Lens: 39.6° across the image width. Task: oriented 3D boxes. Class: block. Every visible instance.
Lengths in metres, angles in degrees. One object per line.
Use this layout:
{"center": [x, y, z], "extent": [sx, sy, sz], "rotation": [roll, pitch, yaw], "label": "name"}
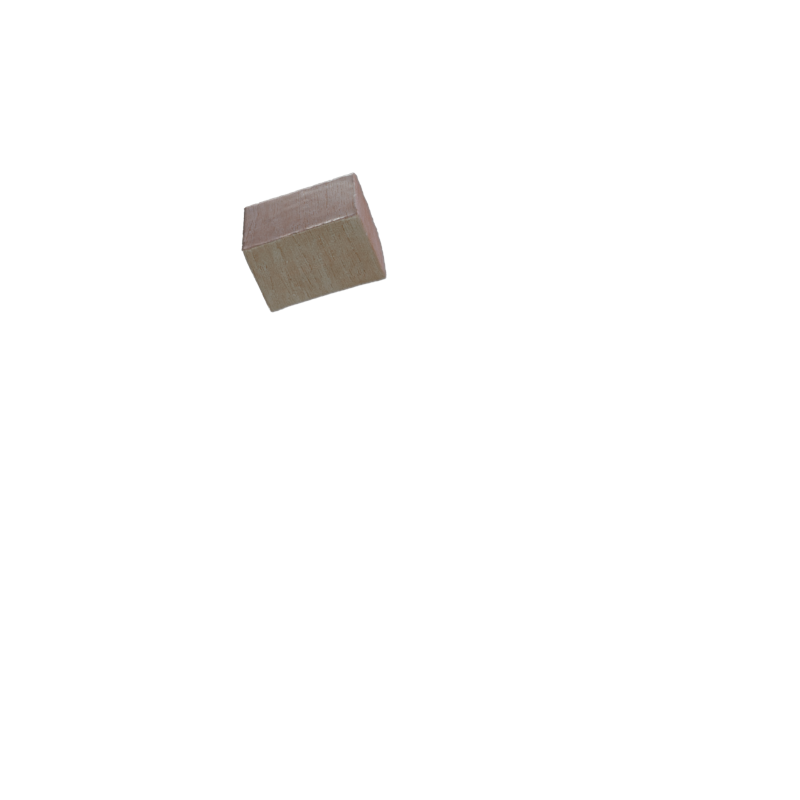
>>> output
{"center": [-0.054, -0.099, 0.693], "extent": [0.078, 0.049, 0.055], "rotation": [-15, 37, 10], "label": "block"}
